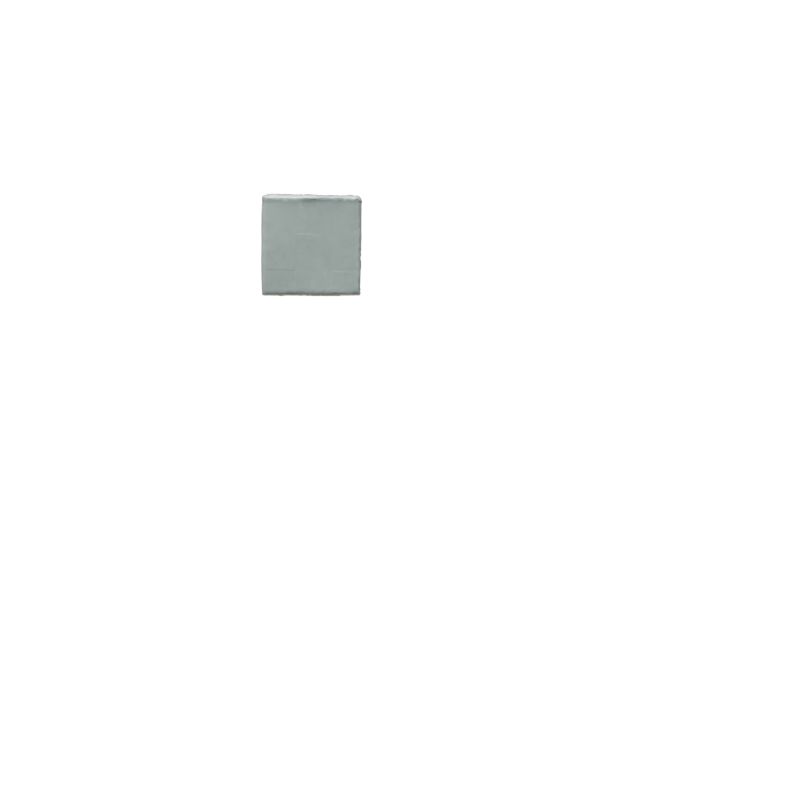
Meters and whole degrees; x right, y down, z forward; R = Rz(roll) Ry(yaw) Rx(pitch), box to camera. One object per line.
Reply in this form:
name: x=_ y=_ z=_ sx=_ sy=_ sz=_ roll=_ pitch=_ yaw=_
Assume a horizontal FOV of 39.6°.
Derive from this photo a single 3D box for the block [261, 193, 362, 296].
block: x=-0.047 y=-0.086 z=0.600 sx=0.053 sy=0.050 sz=0.079 roll=0 pitch=9 yaw=-3
